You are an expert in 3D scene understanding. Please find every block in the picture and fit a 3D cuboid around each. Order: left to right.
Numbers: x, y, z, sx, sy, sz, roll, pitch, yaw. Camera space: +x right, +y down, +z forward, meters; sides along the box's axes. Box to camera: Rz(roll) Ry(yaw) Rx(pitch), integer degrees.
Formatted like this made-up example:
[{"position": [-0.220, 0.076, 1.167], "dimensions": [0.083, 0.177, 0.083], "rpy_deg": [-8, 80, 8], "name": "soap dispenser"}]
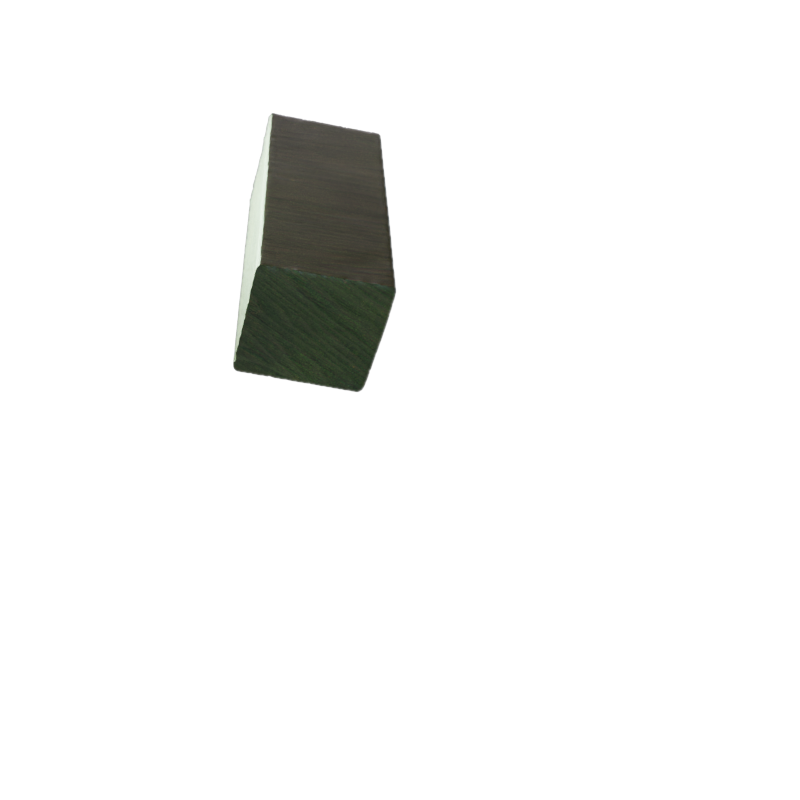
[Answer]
[{"position": [-0.062, -0.112, 0.791], "dimensions": [0.089, 0.085, 0.221], "rpy_deg": [9, 37, -11], "name": "block"}]
